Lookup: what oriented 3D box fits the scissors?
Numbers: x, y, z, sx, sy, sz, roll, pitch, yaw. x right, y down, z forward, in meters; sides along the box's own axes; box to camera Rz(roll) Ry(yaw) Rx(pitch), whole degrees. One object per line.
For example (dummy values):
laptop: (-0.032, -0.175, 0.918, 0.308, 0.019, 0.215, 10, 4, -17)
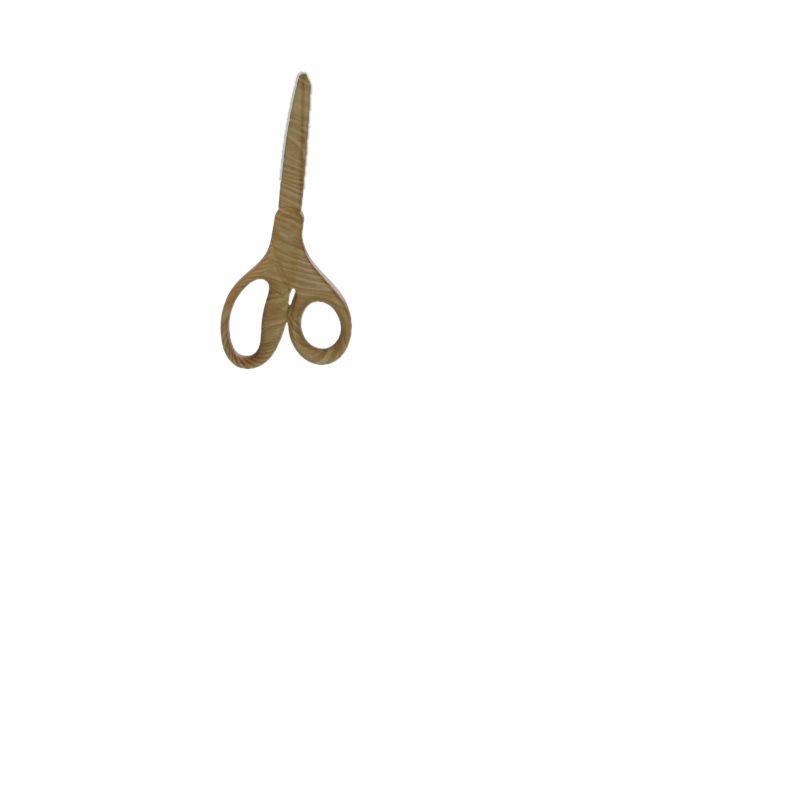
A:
scissors: (-0.056, -0.103, 0.719, 0.094, 0.195, 0.016, 22, 20, -8)
